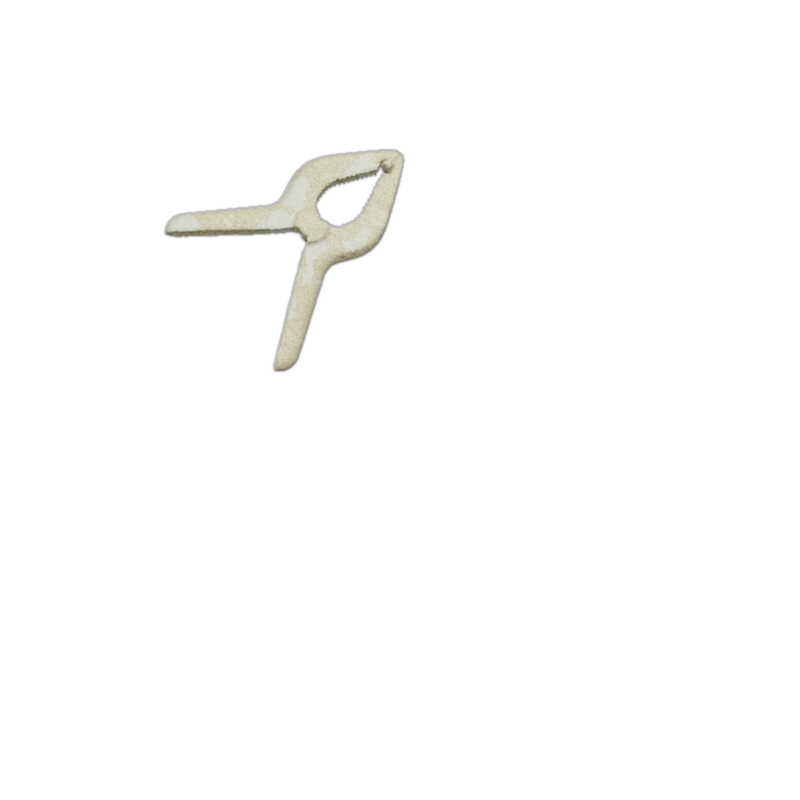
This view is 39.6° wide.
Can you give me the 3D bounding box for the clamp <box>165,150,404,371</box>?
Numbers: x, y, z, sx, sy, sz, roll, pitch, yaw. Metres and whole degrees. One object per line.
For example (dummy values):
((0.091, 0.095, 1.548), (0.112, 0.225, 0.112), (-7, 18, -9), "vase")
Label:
((-0.075, -0.137, 0.962), (0.210, 0.168, 0.036), (-32, -8, -5), "clamp")
